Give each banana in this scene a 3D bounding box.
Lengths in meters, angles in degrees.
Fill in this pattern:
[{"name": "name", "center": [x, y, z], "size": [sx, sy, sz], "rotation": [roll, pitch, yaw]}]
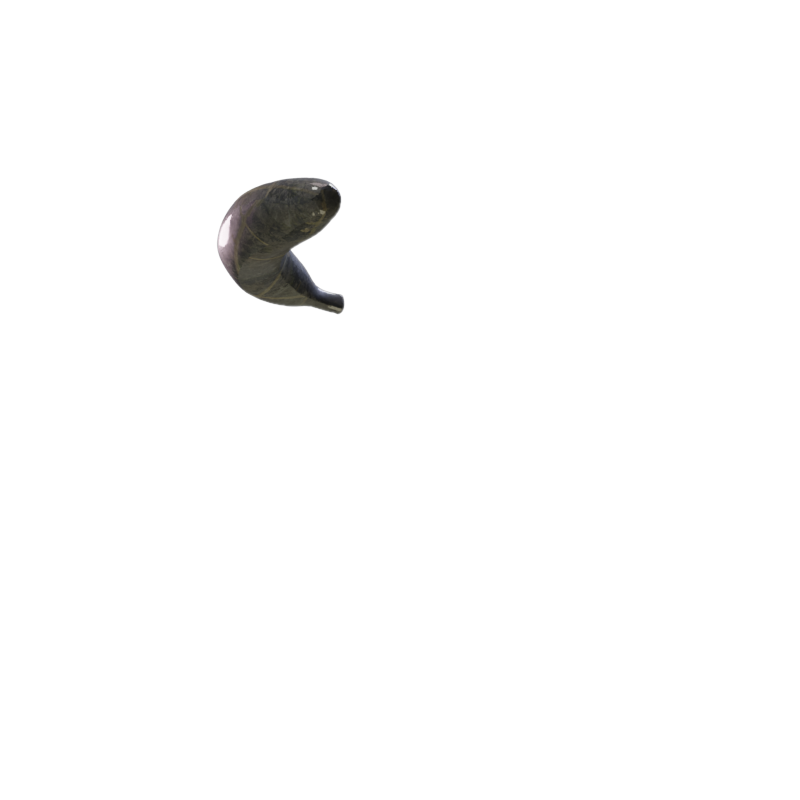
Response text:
[{"name": "banana", "center": [-0.065, -0.084, 0.598], "size": [0.069, 0.038, 0.192], "rotation": [0, -9, -2]}]
